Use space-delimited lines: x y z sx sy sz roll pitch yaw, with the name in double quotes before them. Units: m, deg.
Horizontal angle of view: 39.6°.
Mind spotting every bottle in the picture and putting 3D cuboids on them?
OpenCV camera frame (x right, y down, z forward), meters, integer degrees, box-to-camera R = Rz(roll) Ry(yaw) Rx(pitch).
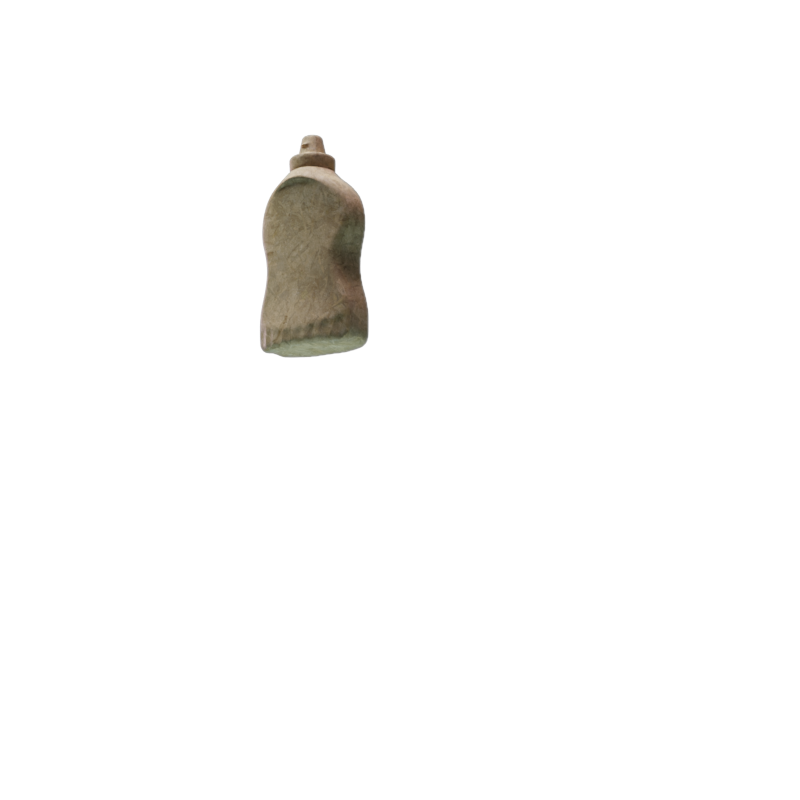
"bottle" -0.075 -0.137 0.958 0.098 0.199 0.055 -11 -18 34
